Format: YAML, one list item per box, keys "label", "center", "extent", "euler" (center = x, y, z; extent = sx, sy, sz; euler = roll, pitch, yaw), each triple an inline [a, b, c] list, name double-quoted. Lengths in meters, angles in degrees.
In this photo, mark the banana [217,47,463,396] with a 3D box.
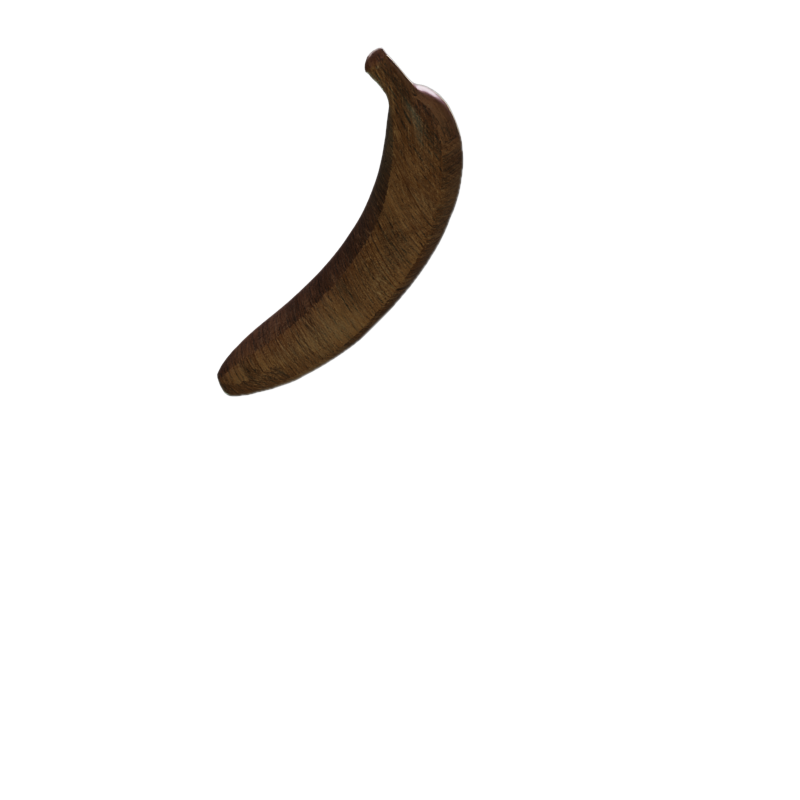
- label: "banana"
  center: [-0.021, -0.070, 0.507]
  extent: [0.068, 0.190, 0.039]
  euler: [20, 34, -15]
